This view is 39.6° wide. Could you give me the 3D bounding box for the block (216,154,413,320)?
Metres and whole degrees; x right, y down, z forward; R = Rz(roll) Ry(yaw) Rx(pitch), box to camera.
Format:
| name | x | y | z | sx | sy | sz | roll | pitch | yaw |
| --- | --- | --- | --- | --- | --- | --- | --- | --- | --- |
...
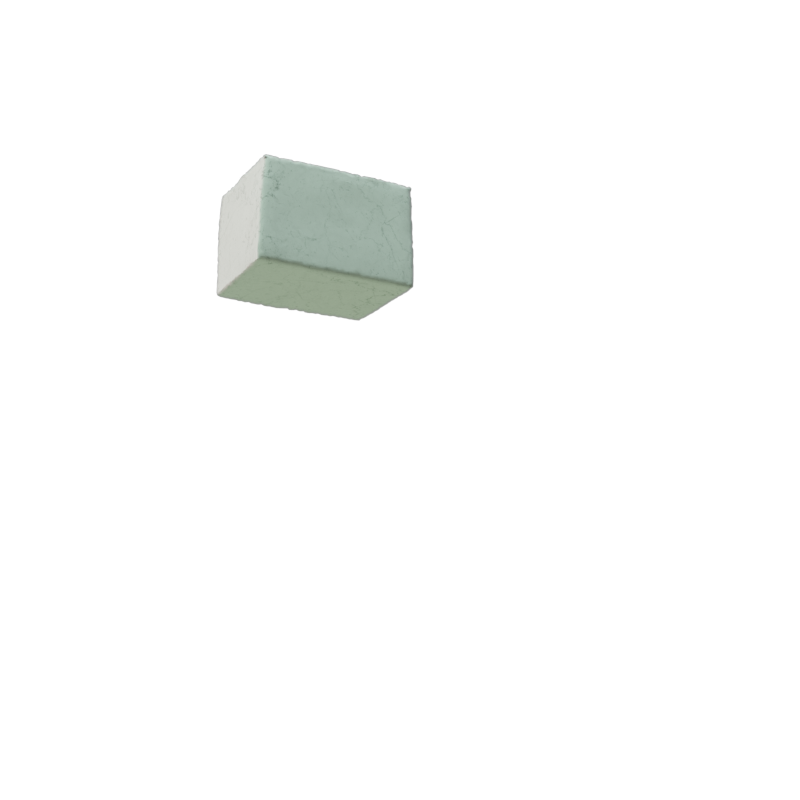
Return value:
| name | x | y | z | sx | sy | sz | roll | pitch | yaw |
| --- | --- | --- | --- | --- | --- | --- | --- | --- | --- |
| block | -0.040 | -0.073 | 0.511 | 0.075 | 0.054 | 0.052 | 9 | -21 | -27 |
